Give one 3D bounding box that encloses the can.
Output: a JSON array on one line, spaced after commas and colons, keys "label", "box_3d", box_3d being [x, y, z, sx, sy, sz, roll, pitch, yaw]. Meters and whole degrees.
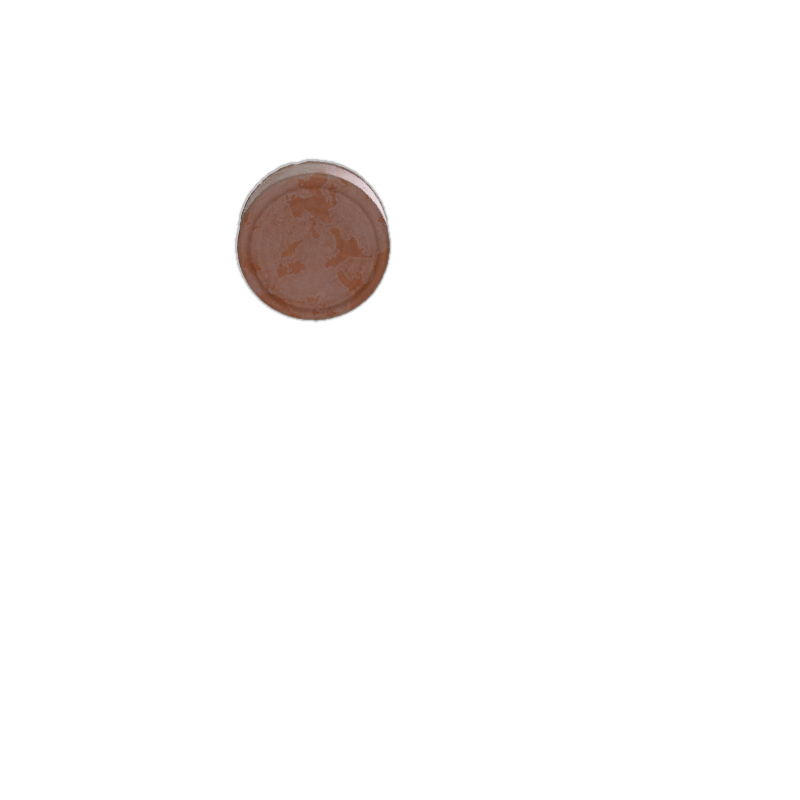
[{"label": "can", "box_3d": [-0.048, -0.088, 0.618, 0.086, 0.083, 0.035, 0, 18, -1]}]
